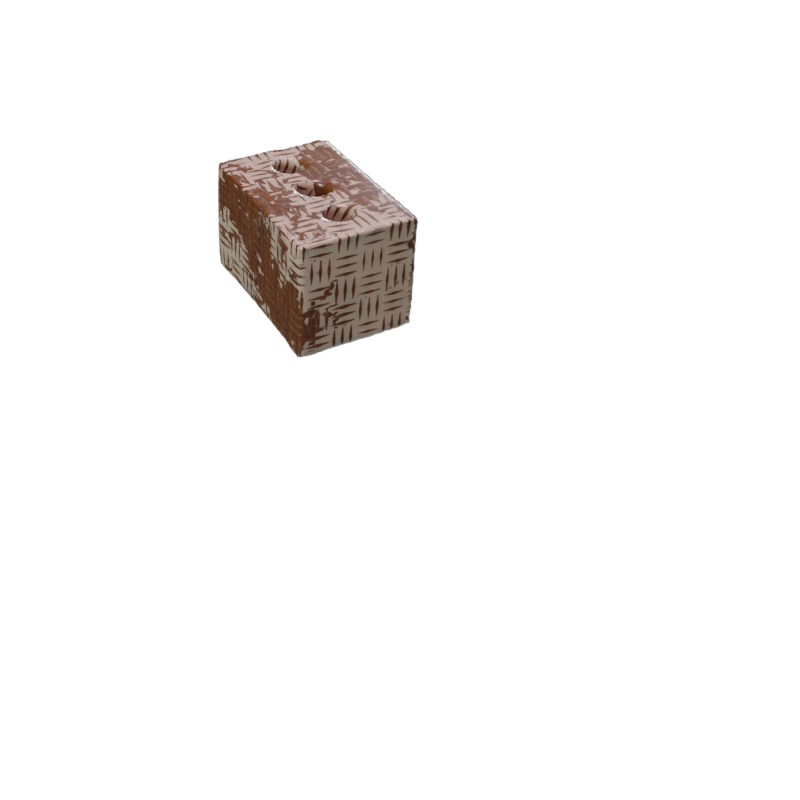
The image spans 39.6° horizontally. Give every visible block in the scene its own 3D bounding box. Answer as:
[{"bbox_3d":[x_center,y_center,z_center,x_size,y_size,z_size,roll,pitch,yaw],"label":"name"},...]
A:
[{"bbox_3d":[-0.035,-0.064,0.449,0.052,0.048,0.084,-17,40,-24],"label":"block"}]
